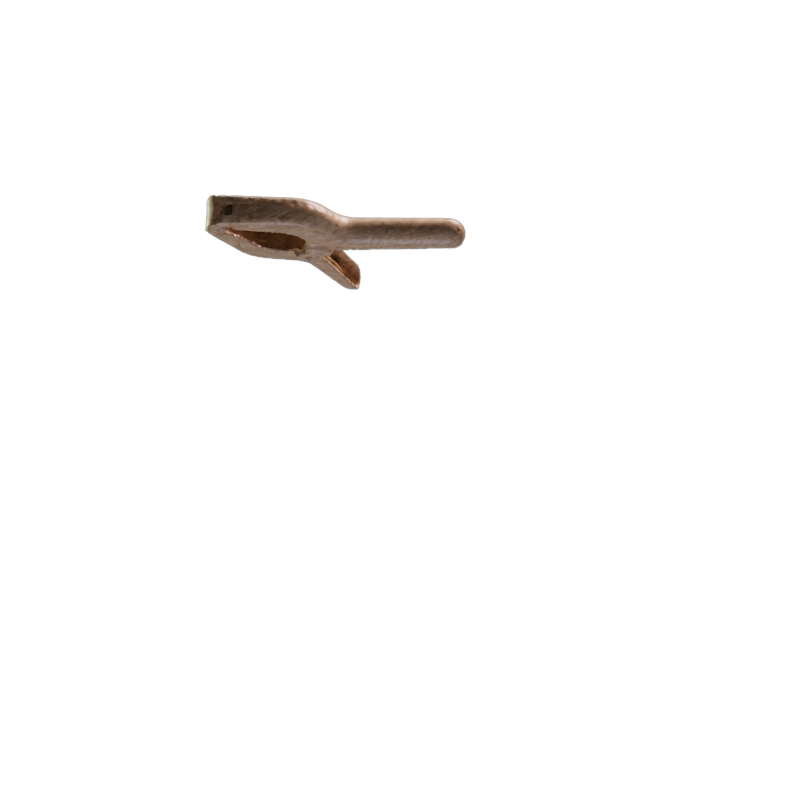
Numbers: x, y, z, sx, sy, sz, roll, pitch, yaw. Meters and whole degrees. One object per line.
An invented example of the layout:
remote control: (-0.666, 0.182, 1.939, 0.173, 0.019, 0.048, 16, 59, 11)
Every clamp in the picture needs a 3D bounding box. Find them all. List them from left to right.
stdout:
clamp: (-0.074, -0.135, 0.946, 0.202, 0.038, 0.164, 7, -15, -27)
